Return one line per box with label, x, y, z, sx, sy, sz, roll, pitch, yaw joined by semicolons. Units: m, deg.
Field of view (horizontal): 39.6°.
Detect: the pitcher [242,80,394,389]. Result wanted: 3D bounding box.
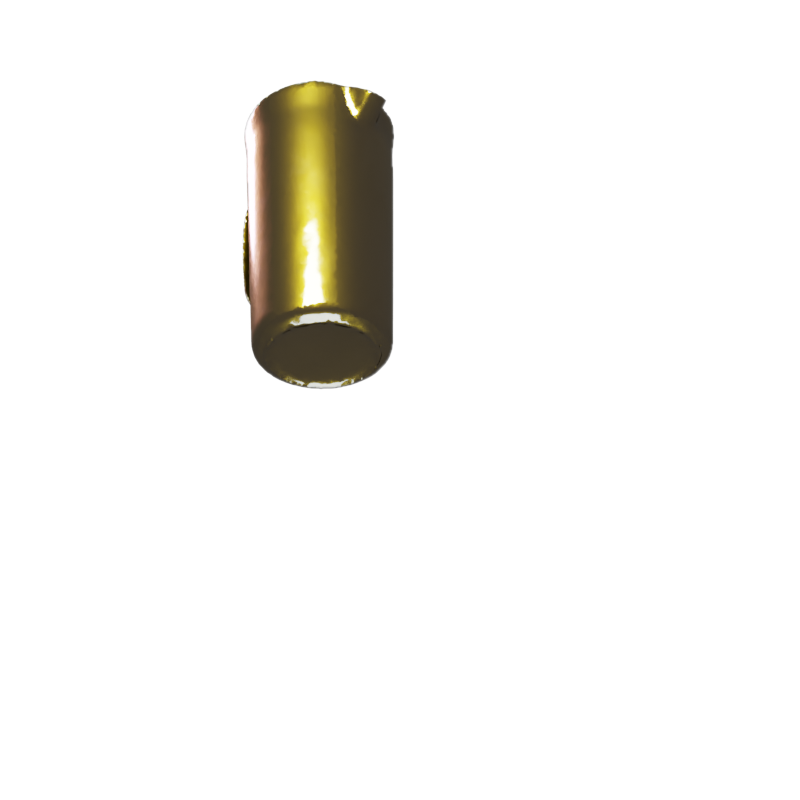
pitcher;-0.072;-0.131;0.918;0.146;0.260;0.138;-5;-37;3
